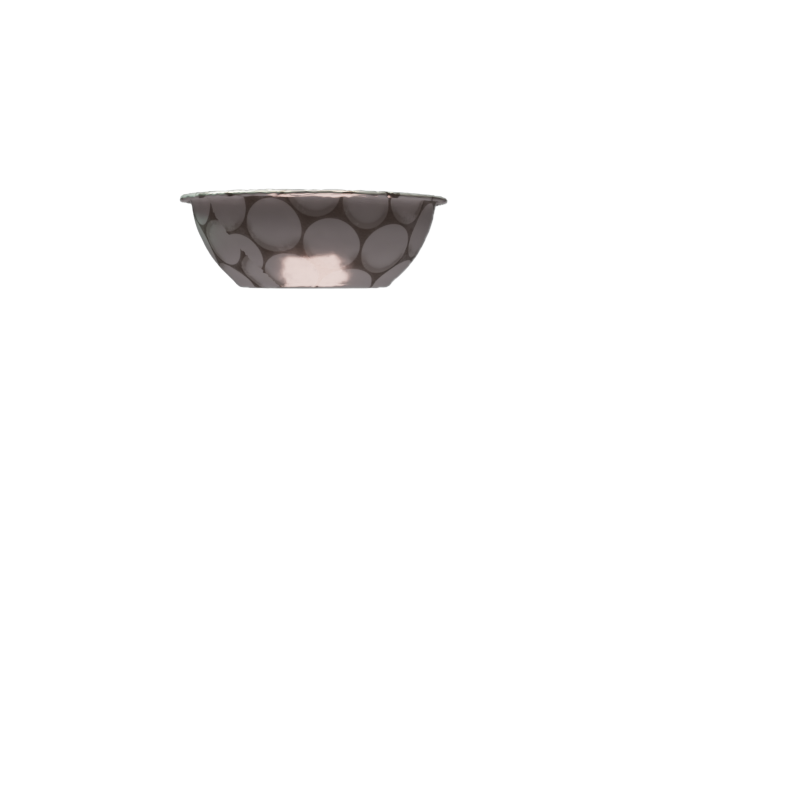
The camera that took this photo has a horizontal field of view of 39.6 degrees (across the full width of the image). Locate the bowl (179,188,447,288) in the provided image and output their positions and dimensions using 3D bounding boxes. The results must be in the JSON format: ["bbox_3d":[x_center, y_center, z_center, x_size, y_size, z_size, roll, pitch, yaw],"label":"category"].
[{"bbox_3d":[-0.052,-0.096,0.670,0.162,0.055,0.163,0,6,-2],"label":"bowl"}]
